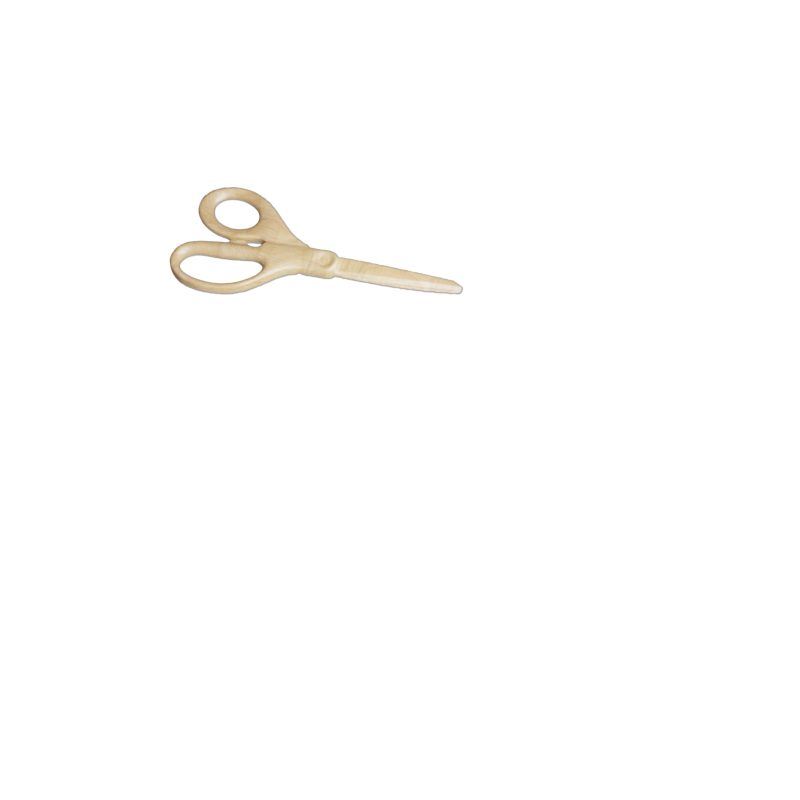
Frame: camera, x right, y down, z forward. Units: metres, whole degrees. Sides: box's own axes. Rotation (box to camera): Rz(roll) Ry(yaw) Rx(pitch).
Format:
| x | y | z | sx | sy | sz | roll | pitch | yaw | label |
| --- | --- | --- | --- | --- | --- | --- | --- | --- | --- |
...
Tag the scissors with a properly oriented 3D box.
| x | y | z | sx | sy | sz | roll | pitch | yaw | label |
| --- | --- | --- | --- | --- | --- | --- | --- | --- | --- |
| -0.062 | -0.112 | 0.786 | 0.201 | 0.103 | 0.015 | -3 | -32 | -2 | scissors |
